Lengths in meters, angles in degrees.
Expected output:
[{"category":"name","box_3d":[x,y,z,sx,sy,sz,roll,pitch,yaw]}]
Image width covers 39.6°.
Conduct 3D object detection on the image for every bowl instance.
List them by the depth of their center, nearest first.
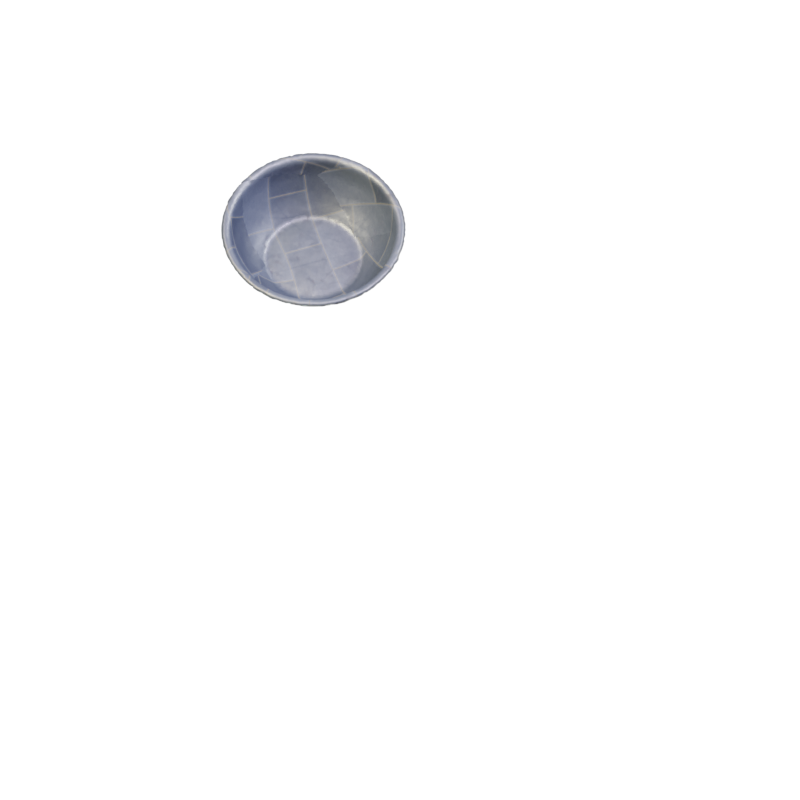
[{"category":"bowl","box_3d":[-0.078,-0.142,0.996,0.162,0.173,0.052,-1,-30,-1]}]
